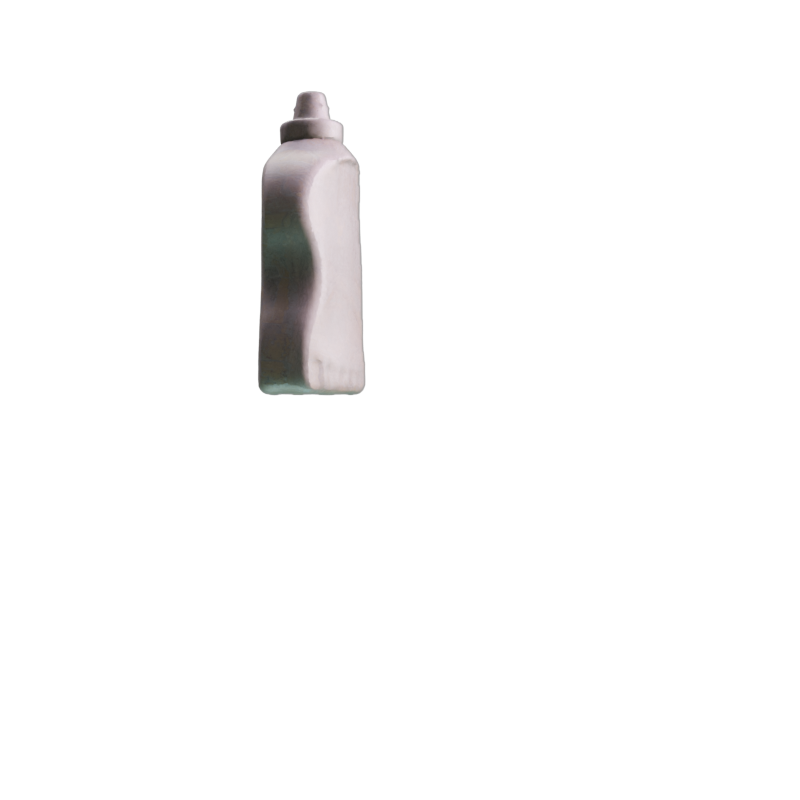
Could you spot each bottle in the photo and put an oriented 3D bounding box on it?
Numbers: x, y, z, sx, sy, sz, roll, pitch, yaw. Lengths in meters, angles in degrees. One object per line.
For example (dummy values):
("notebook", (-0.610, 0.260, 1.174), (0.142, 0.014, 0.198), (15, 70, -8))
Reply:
("bottle", (-0.055, -0.100, 0.700), (0.060, 0.195, 0.092), (-3, -7, 22))
